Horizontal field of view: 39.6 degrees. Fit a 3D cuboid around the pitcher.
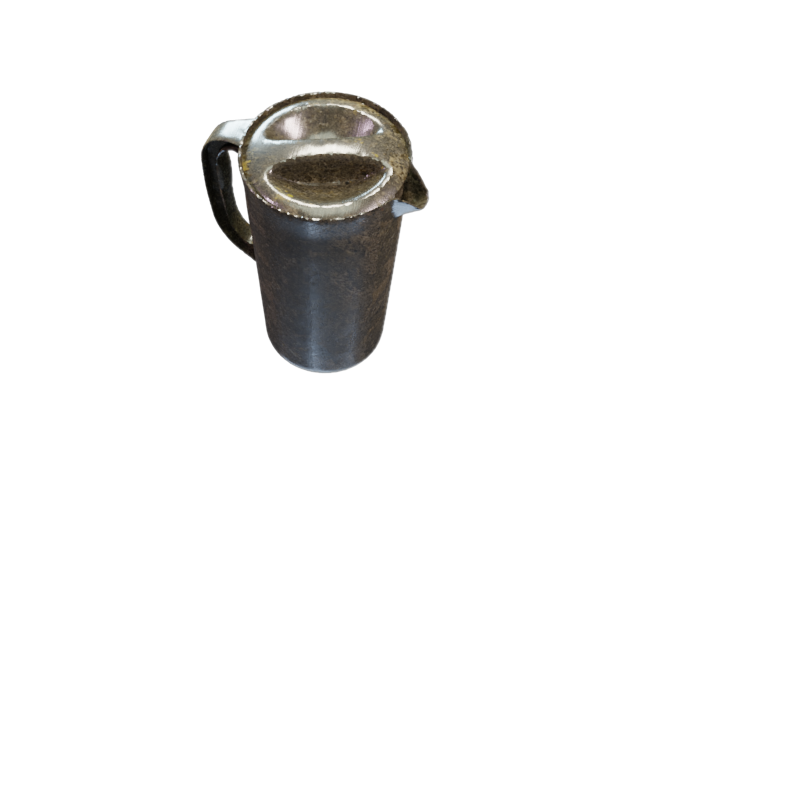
[{"bbox_3d":[-0.073,-0.133,0.928,0.144,0.161,0.227,-19,-31,-15],"label":"pitcher"}]
